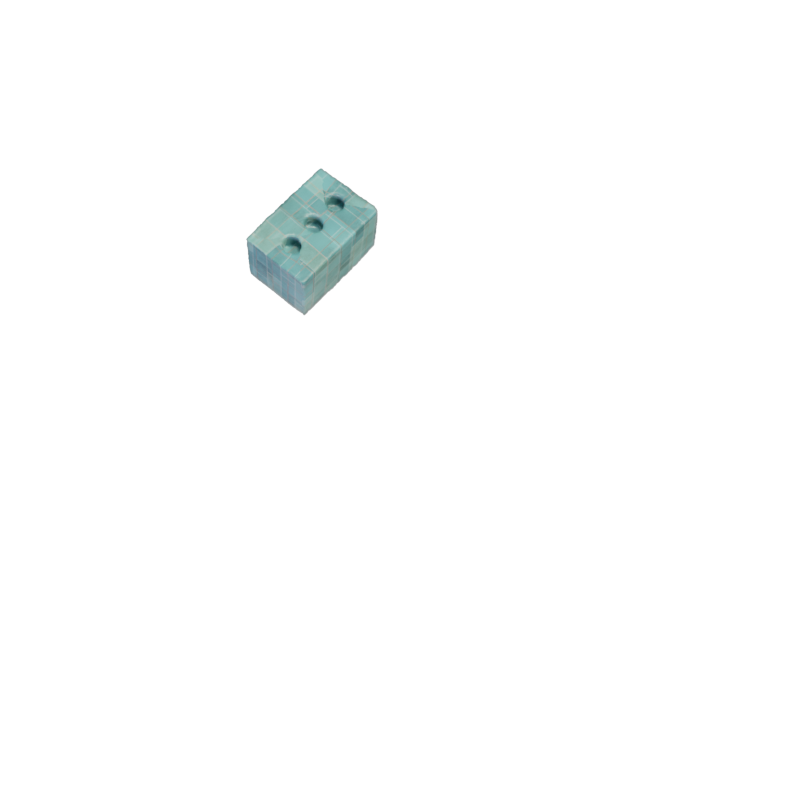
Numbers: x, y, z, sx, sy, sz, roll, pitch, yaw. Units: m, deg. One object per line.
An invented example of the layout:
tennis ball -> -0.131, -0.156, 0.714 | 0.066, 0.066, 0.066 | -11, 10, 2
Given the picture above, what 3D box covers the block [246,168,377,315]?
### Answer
block -> -0.059, -0.108, 0.758 | 0.055, 0.079, 0.048 | 37, -22, 15
